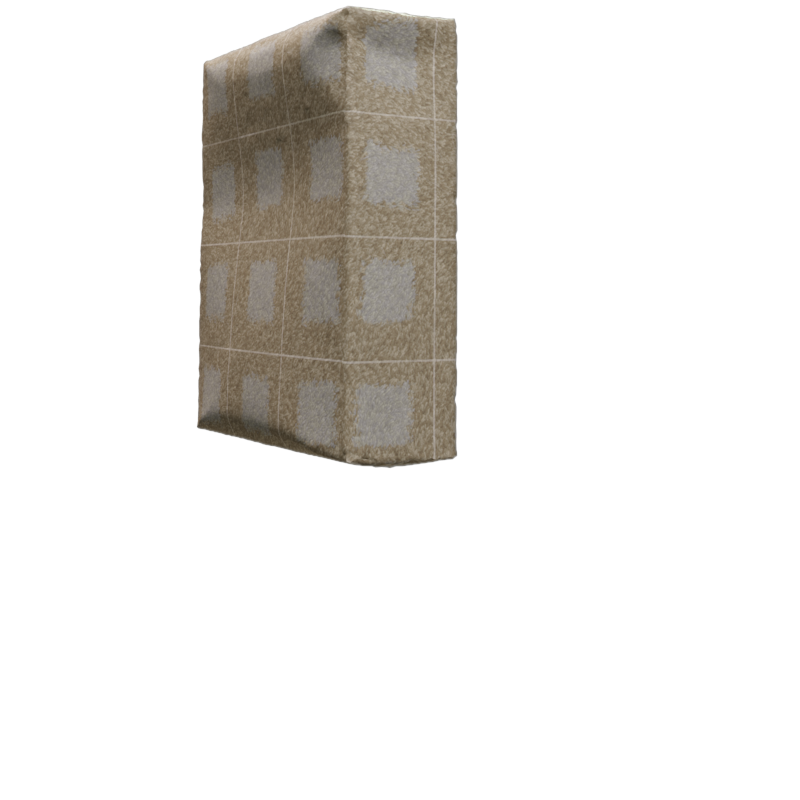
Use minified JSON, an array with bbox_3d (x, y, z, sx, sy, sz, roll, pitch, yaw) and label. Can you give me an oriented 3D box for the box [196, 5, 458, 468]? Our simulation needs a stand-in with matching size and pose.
[{"bbox_3d":[-0.045,-0.083,0.581,0.069,0.214,0.170,1,1,-34],"label":"box"}]
